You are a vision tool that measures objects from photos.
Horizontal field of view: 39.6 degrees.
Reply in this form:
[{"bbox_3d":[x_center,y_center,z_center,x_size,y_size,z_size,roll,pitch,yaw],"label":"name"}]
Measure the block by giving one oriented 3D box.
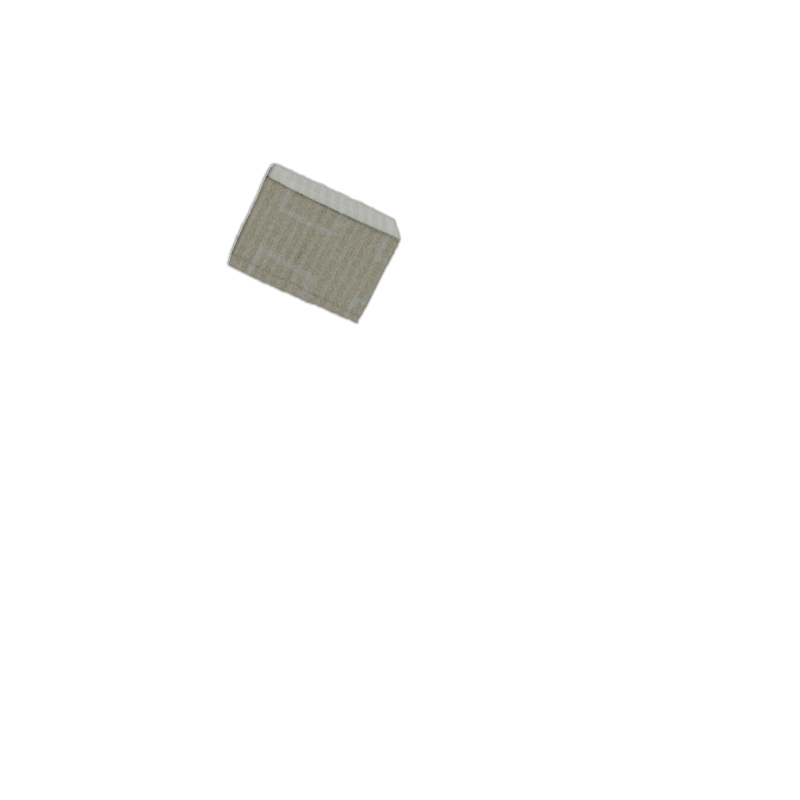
[{"bbox_3d":[-0.047,-0.085,0.594,0.077,0.052,0.053,25,15,-8],"label":"block"}]
